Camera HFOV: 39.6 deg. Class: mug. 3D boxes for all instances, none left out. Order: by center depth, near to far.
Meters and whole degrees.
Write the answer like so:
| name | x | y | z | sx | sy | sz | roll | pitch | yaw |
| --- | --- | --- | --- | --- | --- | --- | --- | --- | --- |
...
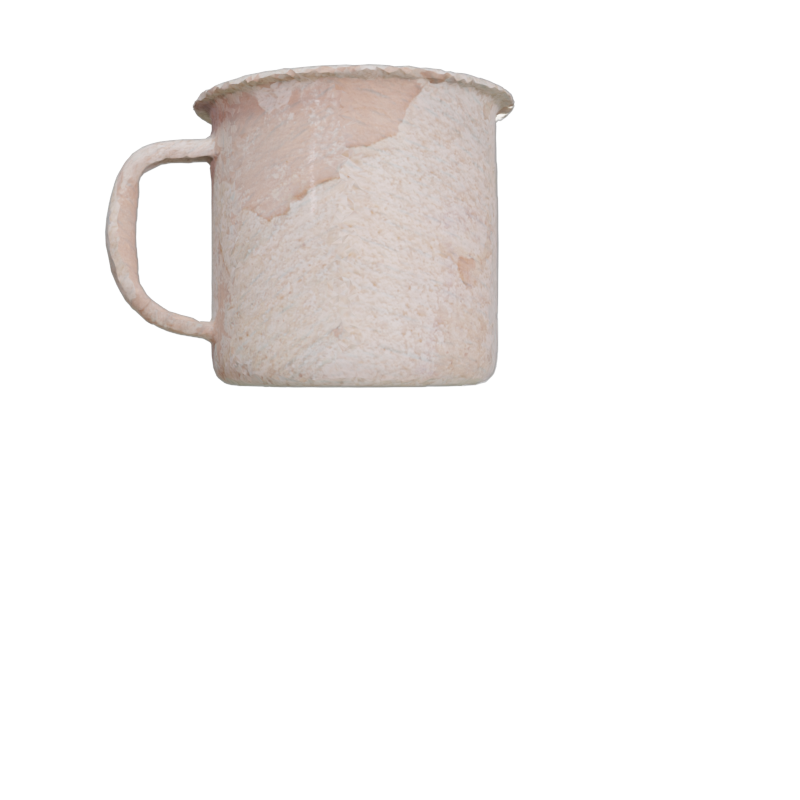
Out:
| name | x | y | z | sx | sy | sz | roll | pitch | yaw |
| --- | --- | --- | --- | --- | --- | --- | --- | --- | --- |
| mug | -0.025 | -0.045 | 0.317 | 0.115 | 0.082 | 0.094 | 0 | -1 | -15 |
